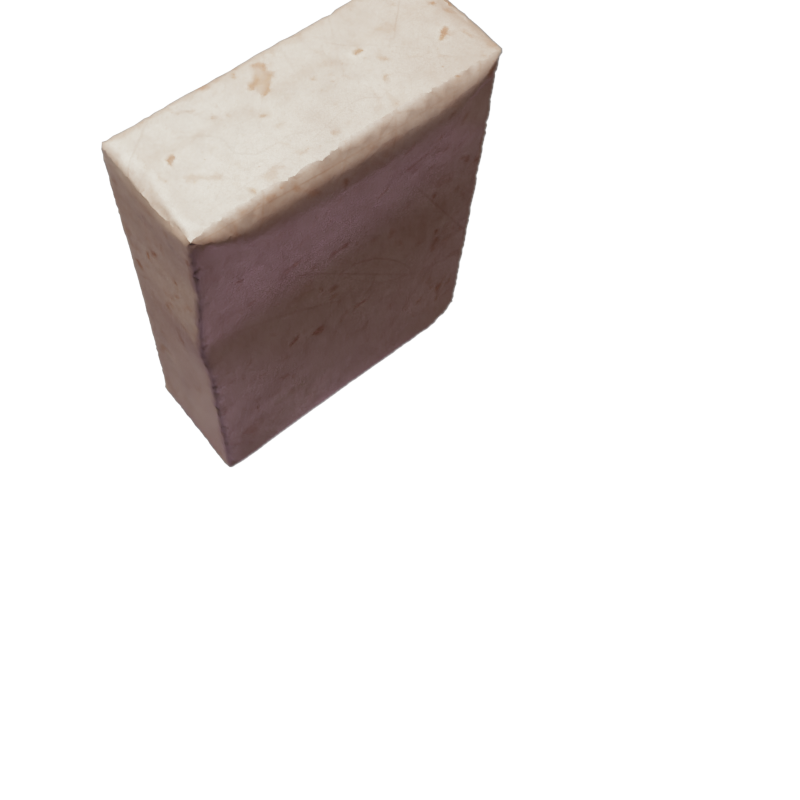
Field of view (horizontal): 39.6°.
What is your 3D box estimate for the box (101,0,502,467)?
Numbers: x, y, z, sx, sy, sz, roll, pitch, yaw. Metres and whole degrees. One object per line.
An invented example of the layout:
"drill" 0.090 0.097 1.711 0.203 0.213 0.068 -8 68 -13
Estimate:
"box" -0.042 -0.076 0.534 0.165 0.076 0.201 -36 -20 -20
